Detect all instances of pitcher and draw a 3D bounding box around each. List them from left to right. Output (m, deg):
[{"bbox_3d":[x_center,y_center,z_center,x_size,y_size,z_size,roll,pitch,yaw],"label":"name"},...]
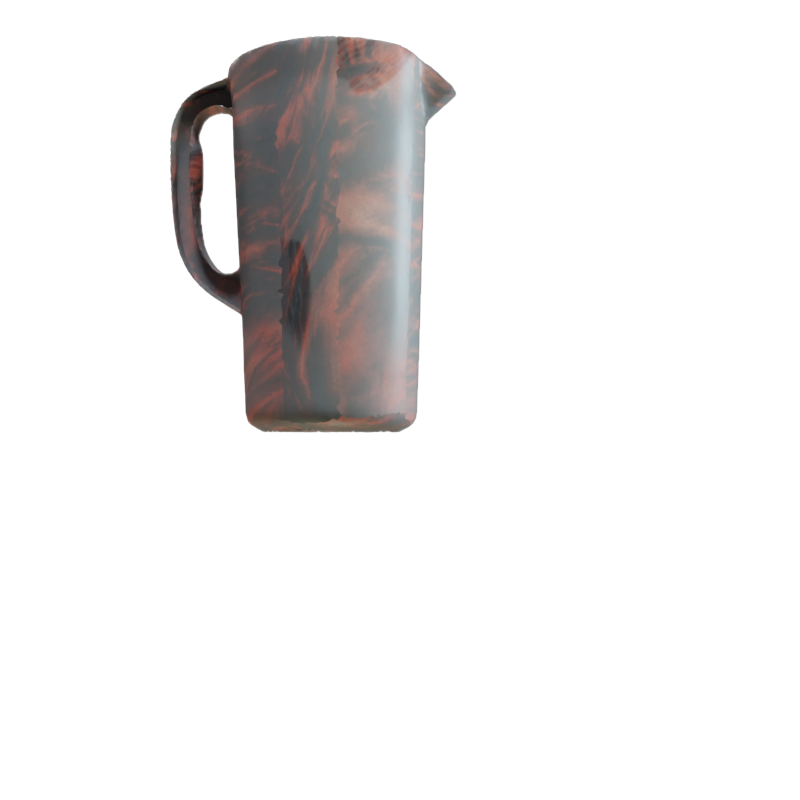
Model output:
[{"bbox_3d":[-0.056,-0.103,0.718,0.138,0.249,0.153,6,-10,-39],"label":"pitcher"}]
